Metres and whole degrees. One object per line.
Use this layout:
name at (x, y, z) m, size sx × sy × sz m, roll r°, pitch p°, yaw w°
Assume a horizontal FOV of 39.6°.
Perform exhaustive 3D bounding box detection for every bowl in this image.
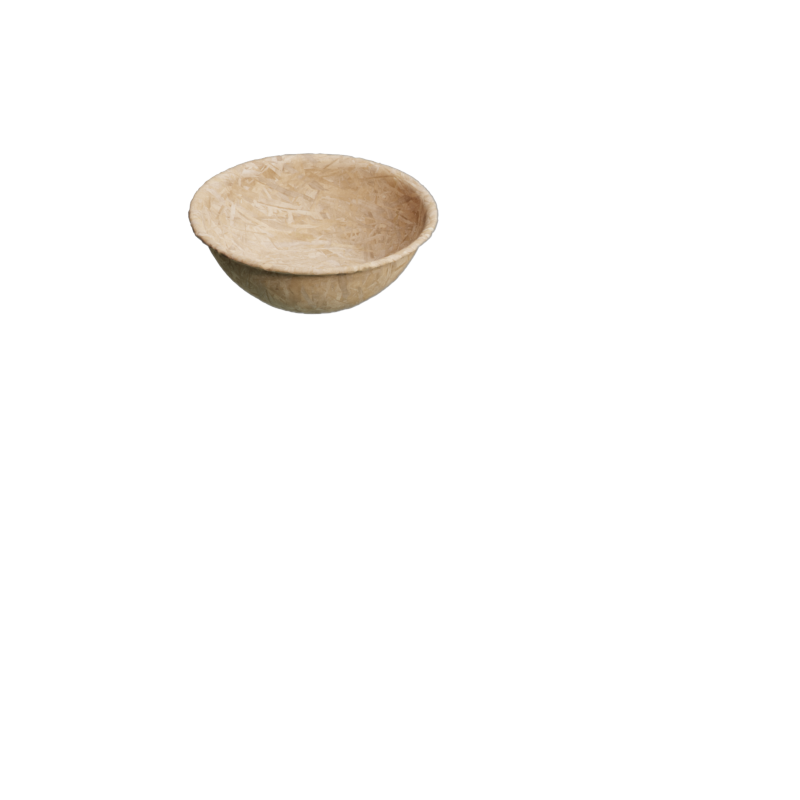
bowl at (-0.057, -0.104, 0.727) m, size 0.162 × 0.052 × 0.173 m, roll -1°, pitch 35°, yaw -2°
